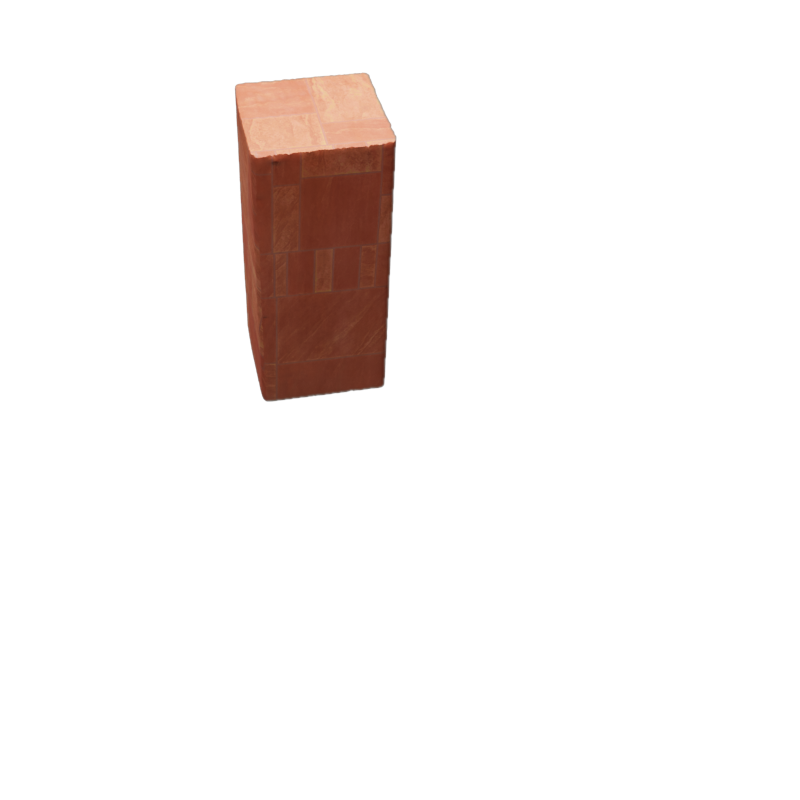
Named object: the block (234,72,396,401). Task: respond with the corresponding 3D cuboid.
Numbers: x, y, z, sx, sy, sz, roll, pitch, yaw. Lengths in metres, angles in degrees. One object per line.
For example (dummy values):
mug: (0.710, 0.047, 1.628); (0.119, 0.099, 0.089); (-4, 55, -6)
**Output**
block: (-0.059, -0.107, 0.750); (0.090, 0.192, 0.097); (-6, 42, -10)
